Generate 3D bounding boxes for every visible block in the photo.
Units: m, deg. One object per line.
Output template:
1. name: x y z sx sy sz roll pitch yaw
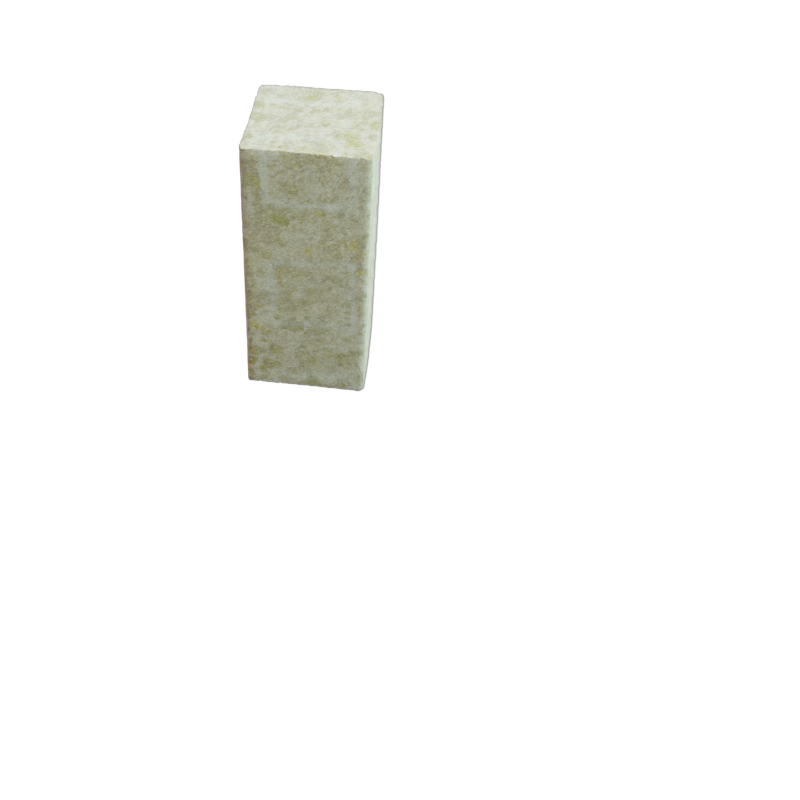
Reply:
1. block: -0.063 -0.116 0.807 0.091 0.192 0.096 5 40 3
